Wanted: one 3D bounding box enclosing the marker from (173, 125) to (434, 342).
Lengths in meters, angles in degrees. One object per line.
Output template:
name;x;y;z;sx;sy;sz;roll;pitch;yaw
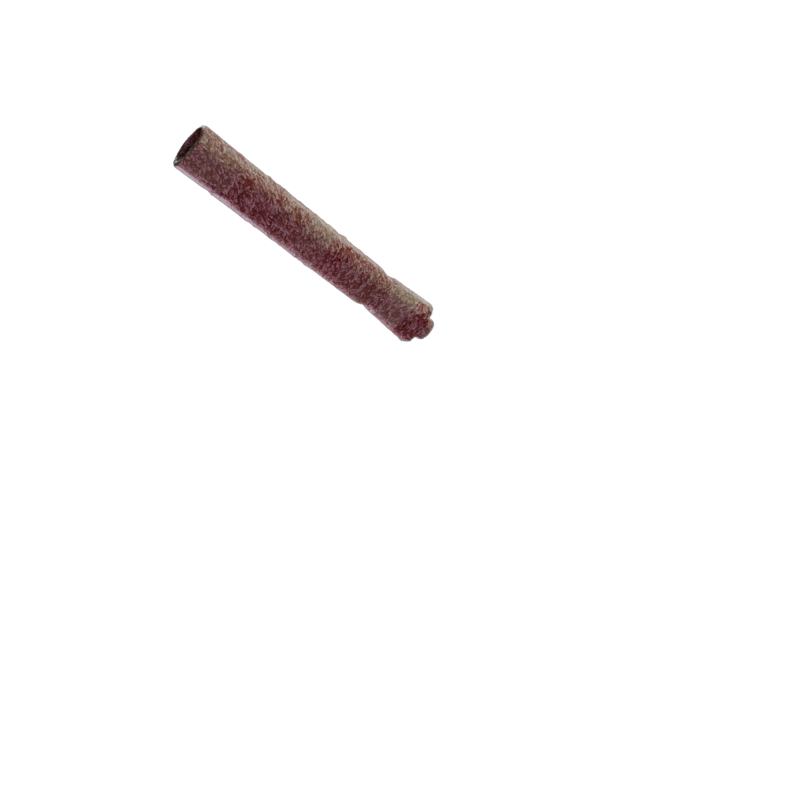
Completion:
marker;-0.033;-0.060;0.418;0.115;0.020;0.020;36;-12;-21
